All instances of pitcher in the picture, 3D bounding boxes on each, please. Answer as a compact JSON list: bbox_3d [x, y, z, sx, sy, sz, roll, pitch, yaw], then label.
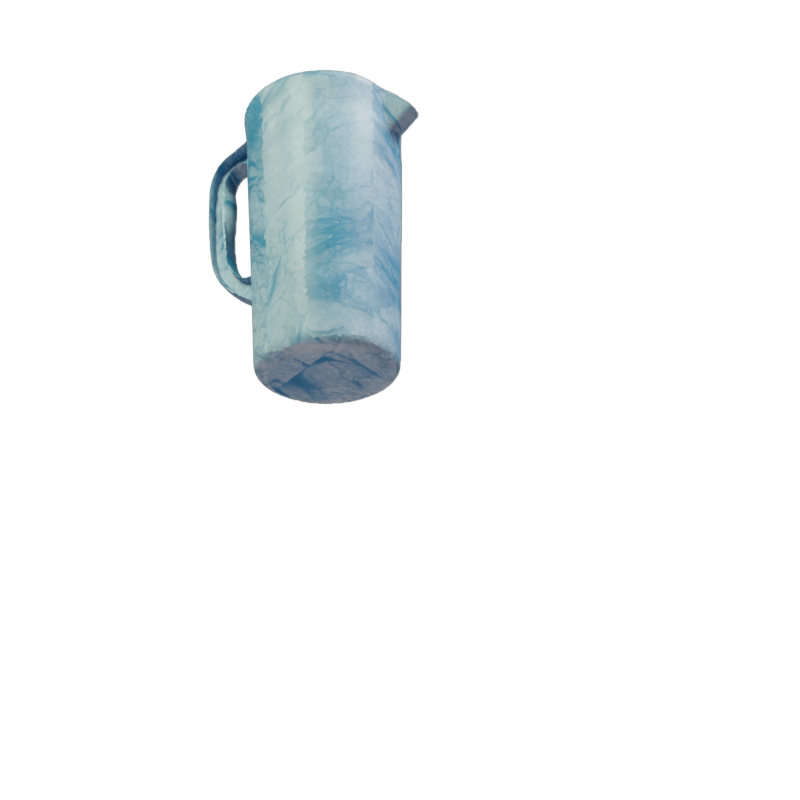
[{"bbox_3d":[-0.068,-0.124,0.870,0.141,0.259,0.144,9,-31,-18],"label":"pitcher"}]
